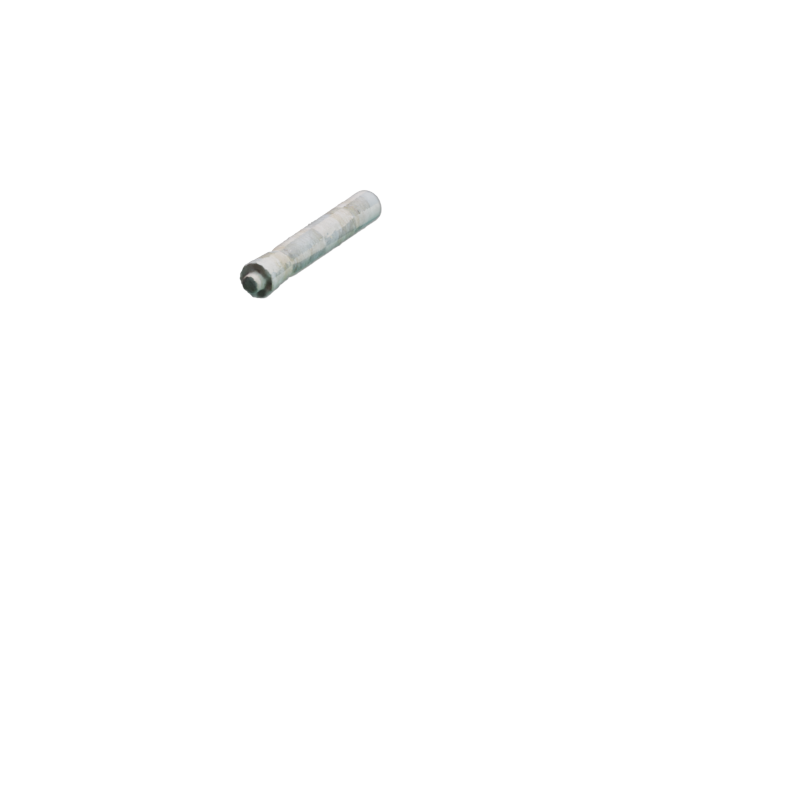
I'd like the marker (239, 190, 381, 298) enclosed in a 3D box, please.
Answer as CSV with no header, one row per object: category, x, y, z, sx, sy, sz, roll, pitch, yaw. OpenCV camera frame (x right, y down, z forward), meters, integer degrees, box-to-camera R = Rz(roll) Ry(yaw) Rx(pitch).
marker,-0.045,-0.081,0.569,0.020,0.019,0.123,2,27,28
